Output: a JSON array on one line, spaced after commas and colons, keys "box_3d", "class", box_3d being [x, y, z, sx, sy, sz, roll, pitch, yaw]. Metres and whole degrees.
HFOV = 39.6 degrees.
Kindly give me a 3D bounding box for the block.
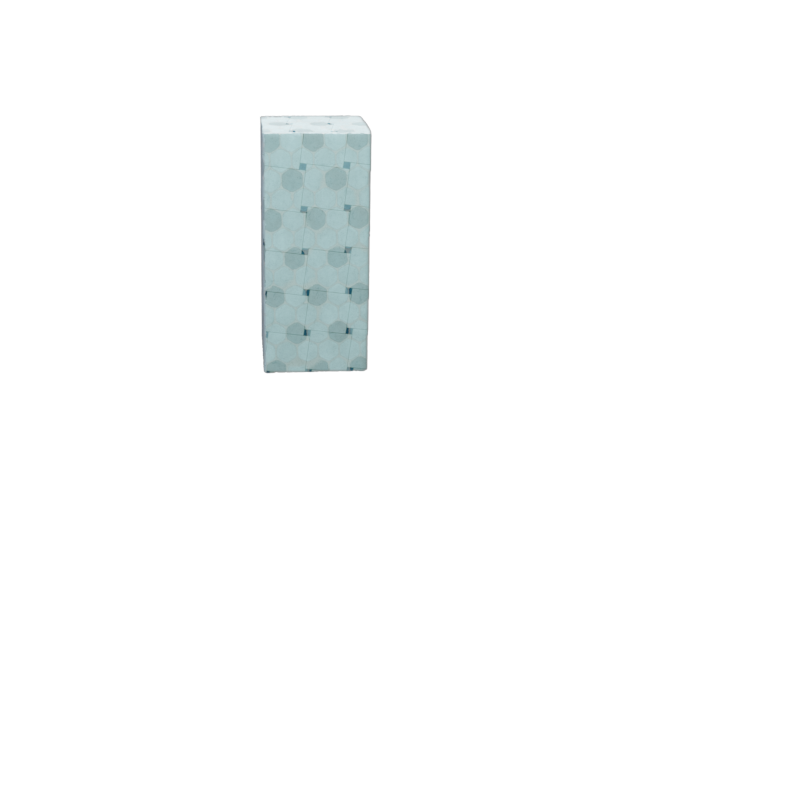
[{"box_3d": [-0.075, -0.137, 0.958, 0.090, 0.198, 0.094, -1, 18, -6], "class": "block"}]
